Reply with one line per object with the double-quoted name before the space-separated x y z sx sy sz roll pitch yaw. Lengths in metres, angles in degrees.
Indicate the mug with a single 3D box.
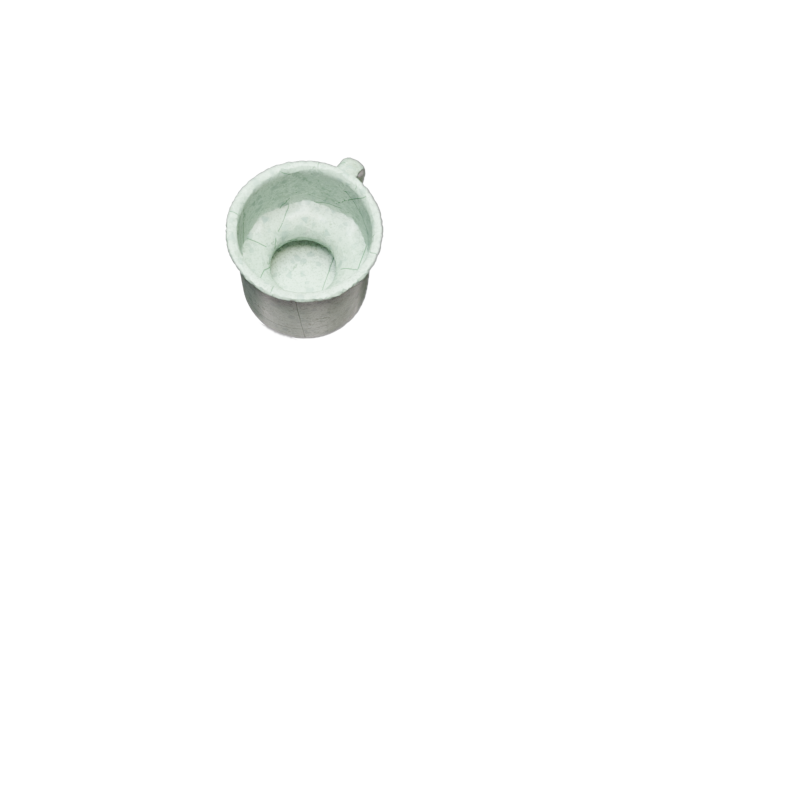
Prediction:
"mug" -0.054 -0.099 0.692 0.095 0.121 0.077 23 -22 8
